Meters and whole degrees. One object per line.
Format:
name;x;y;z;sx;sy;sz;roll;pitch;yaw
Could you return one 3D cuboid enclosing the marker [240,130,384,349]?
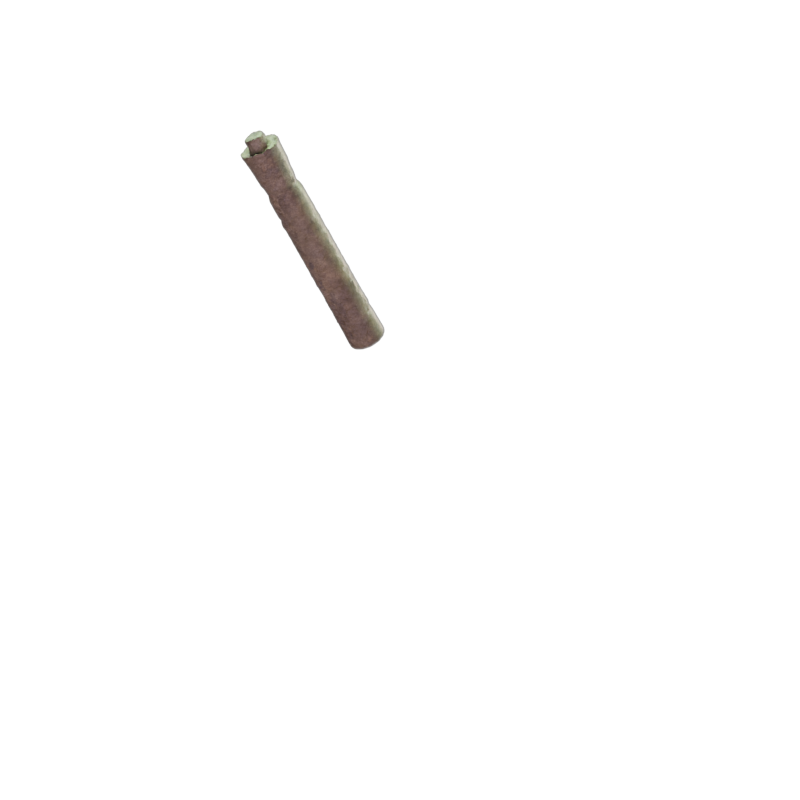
marker;-0.041;-0.074;0.520;0.020;0.113;0.021;-23;29;12
